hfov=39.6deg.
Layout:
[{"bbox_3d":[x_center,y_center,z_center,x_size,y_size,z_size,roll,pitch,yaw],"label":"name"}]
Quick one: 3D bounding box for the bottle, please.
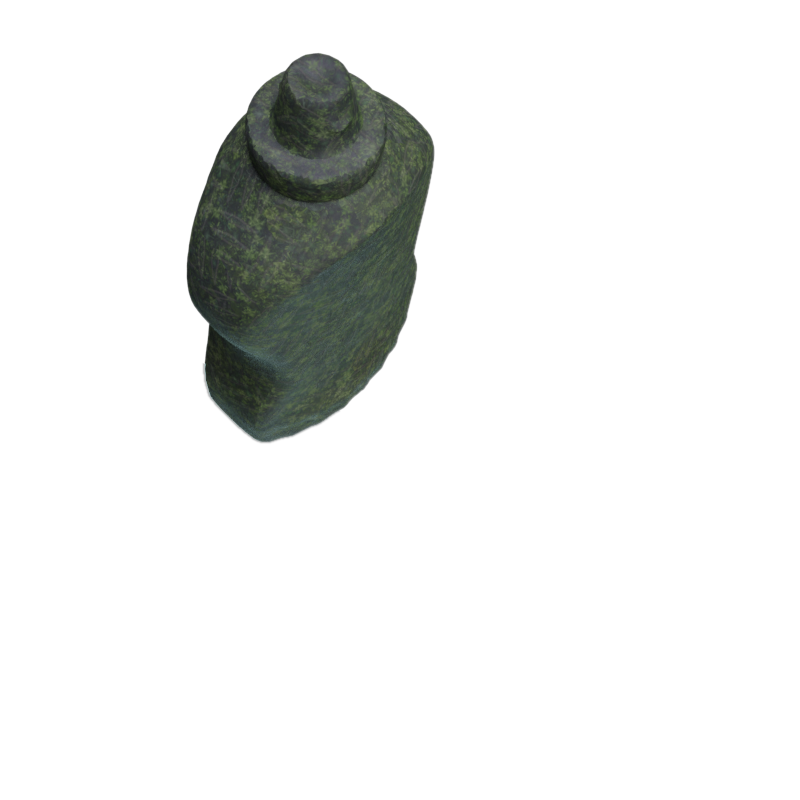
[{"bbox_3d":[-0.030,-0.054,0.382,0.097,0.061,0.182,-44,-13,-18],"label":"bottle"}]
